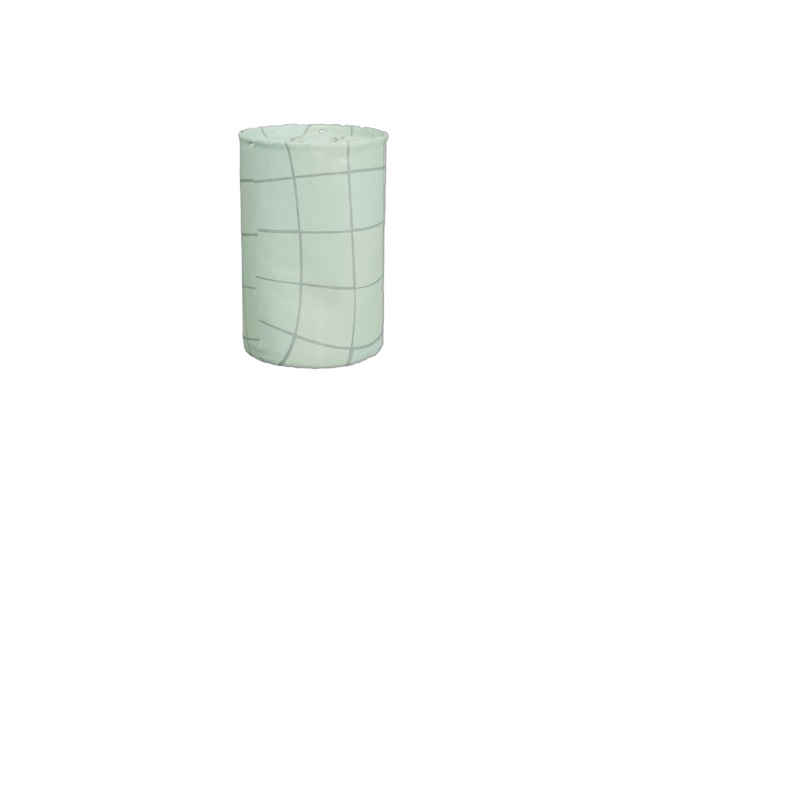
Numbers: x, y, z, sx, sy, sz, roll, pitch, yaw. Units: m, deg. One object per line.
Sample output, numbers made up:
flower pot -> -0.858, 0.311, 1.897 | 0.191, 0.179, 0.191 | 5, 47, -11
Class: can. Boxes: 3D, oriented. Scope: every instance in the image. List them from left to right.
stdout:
can -> -0.040, -0.073, 0.512 | 0.068, 0.099, 0.071 | 0, 15, -2
